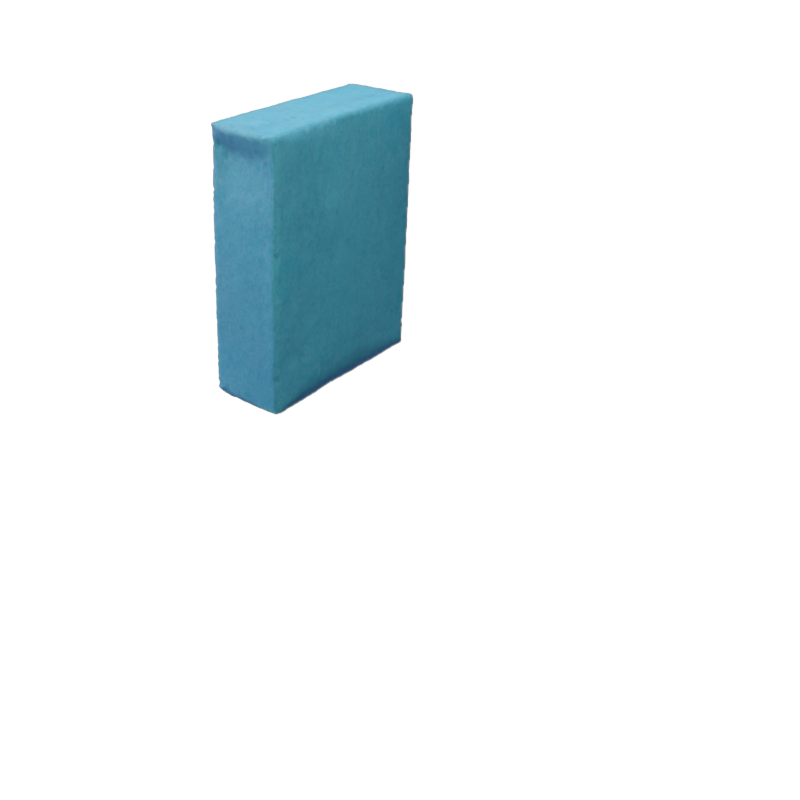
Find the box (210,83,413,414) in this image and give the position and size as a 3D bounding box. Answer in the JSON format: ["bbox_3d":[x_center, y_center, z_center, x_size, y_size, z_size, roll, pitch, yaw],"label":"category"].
[{"bbox_3d":[-0.066,-0.121,0.848,0.076,0.203,0.164,17,28,32],"label":"box"}]
